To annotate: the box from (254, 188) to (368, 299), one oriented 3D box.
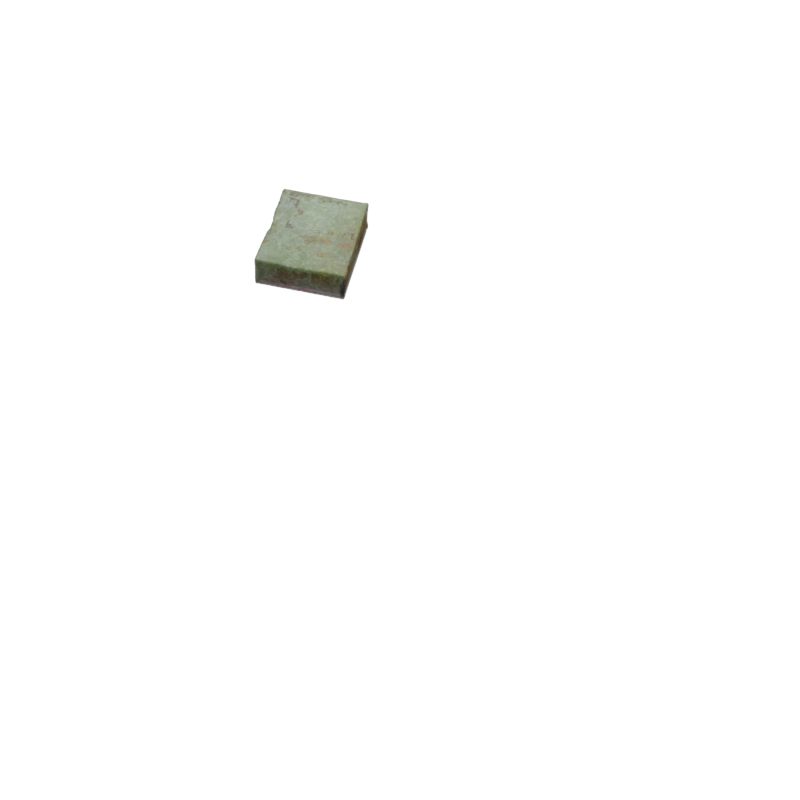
[{"bbox_3d":[-0.069,-0.127,0.887,0.074,0.094,0.028,10,-40,8],"label":"box"}]
